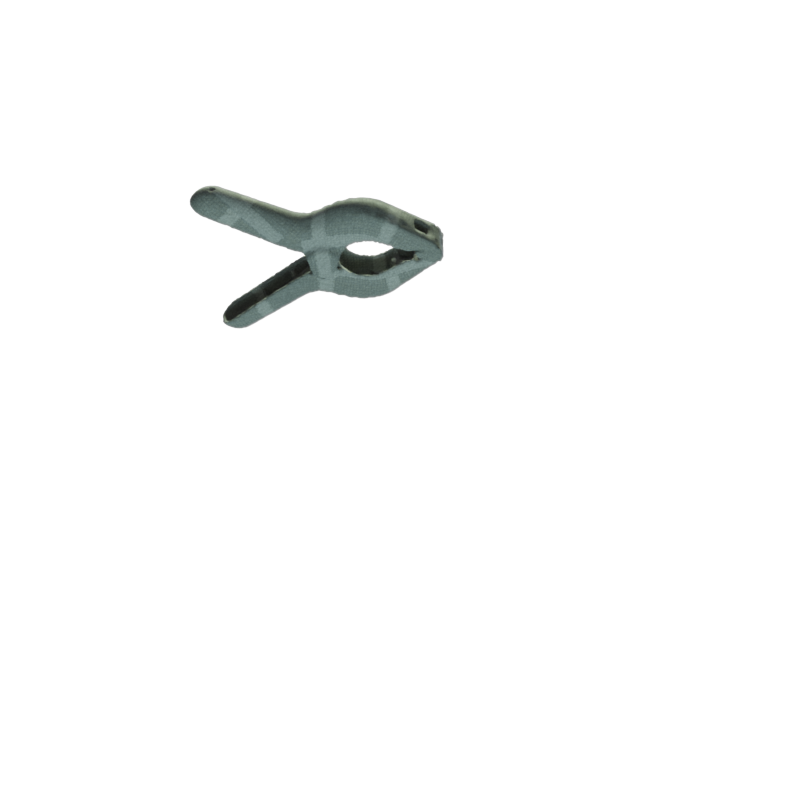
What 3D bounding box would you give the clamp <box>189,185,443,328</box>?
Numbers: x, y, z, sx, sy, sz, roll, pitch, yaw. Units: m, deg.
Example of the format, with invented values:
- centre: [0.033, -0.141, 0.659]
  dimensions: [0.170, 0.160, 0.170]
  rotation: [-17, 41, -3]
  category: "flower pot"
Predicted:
- centre: [-0.060, -0.109, 0.761]
  dimensions: [0.173, 0.042, 0.111]
  rotation: [-11, -43, 12]
  category: "clamp"
